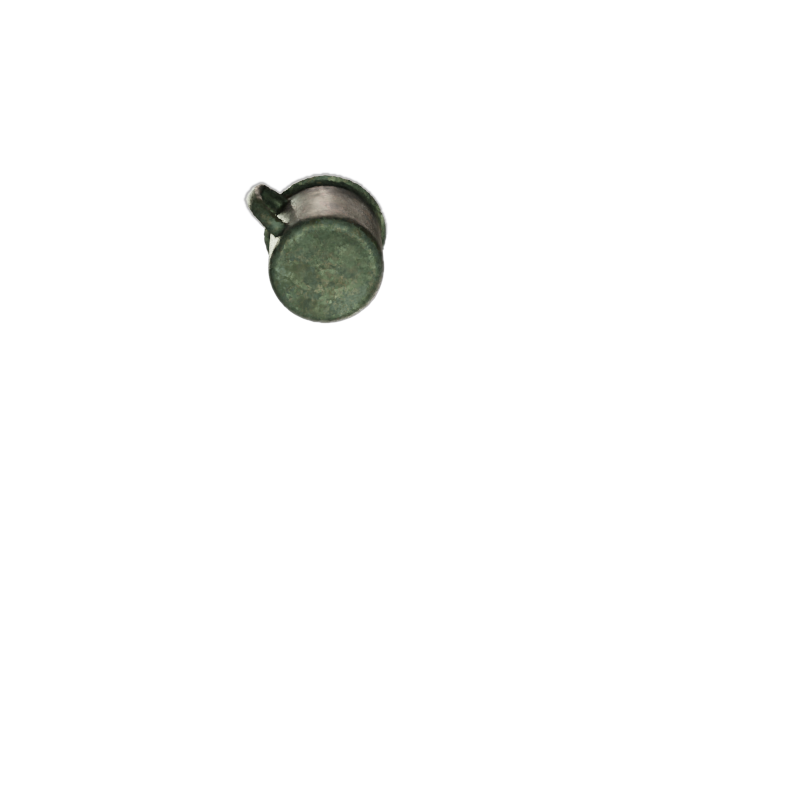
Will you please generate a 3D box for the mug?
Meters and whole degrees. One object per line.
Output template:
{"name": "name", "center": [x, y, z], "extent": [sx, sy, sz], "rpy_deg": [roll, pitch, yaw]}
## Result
{"name": "mug", "center": [-0.063, -0.115, 0.802], "extent": [0.113, 0.092, 0.086], "rpy_deg": [40, 17, -17]}
